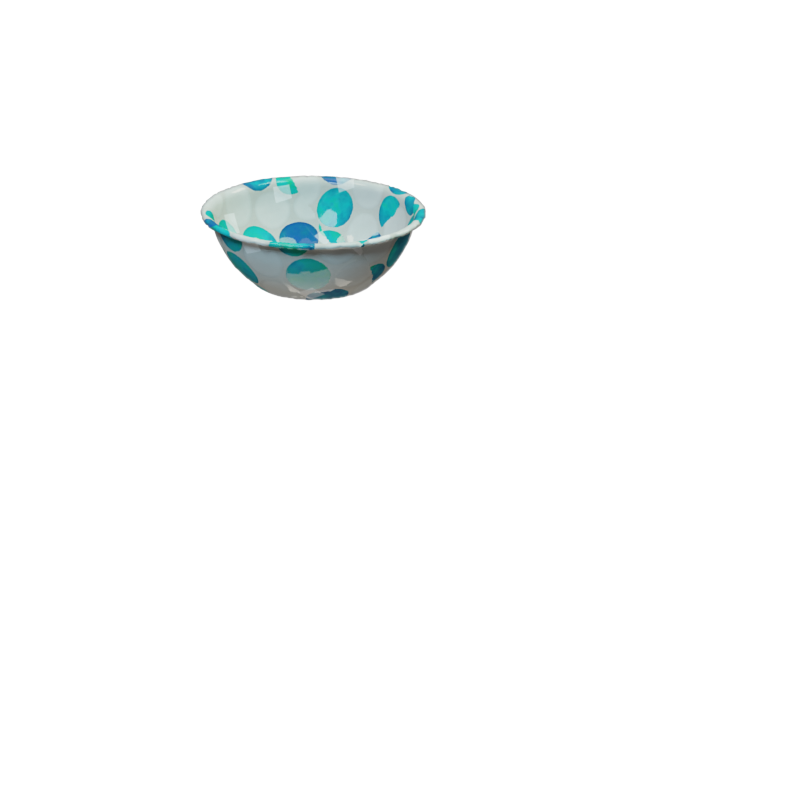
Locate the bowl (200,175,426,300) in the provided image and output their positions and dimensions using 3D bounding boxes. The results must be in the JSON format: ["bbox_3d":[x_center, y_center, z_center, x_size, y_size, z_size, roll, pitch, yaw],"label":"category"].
[{"bbox_3d":[-0.063,-0.115,0.806,0.162,0.052,0.171,-1,27,-2],"label":"bowl"}]
